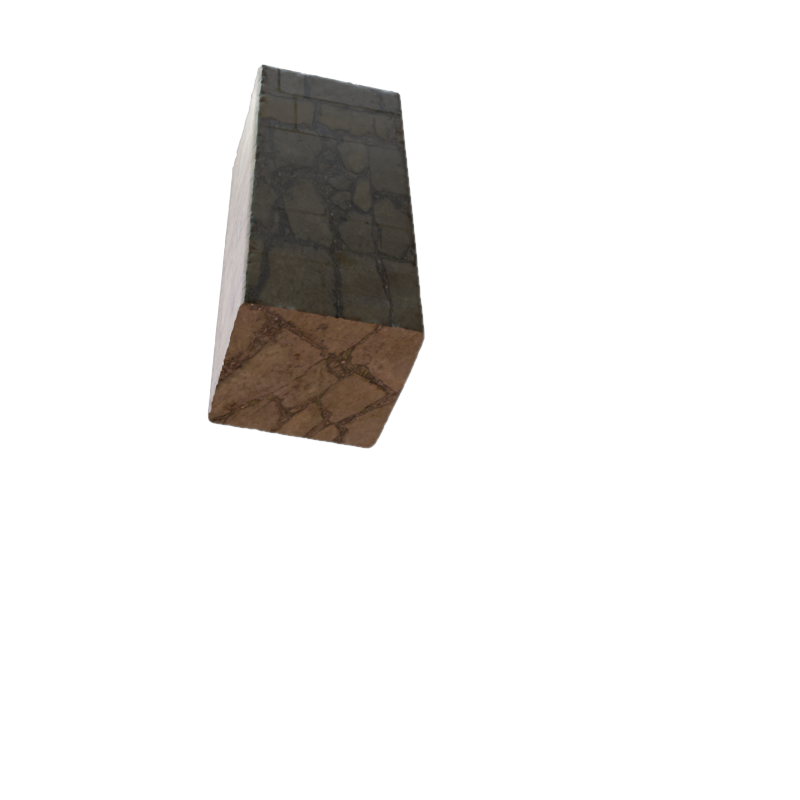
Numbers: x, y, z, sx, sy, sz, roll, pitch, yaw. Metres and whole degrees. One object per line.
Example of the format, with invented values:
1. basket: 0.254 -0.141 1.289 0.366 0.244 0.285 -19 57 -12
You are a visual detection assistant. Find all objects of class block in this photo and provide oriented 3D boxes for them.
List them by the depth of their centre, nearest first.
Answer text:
1. block: -0.048 -0.087 0.615 0.089 0.221 0.085 9 -47 -13
